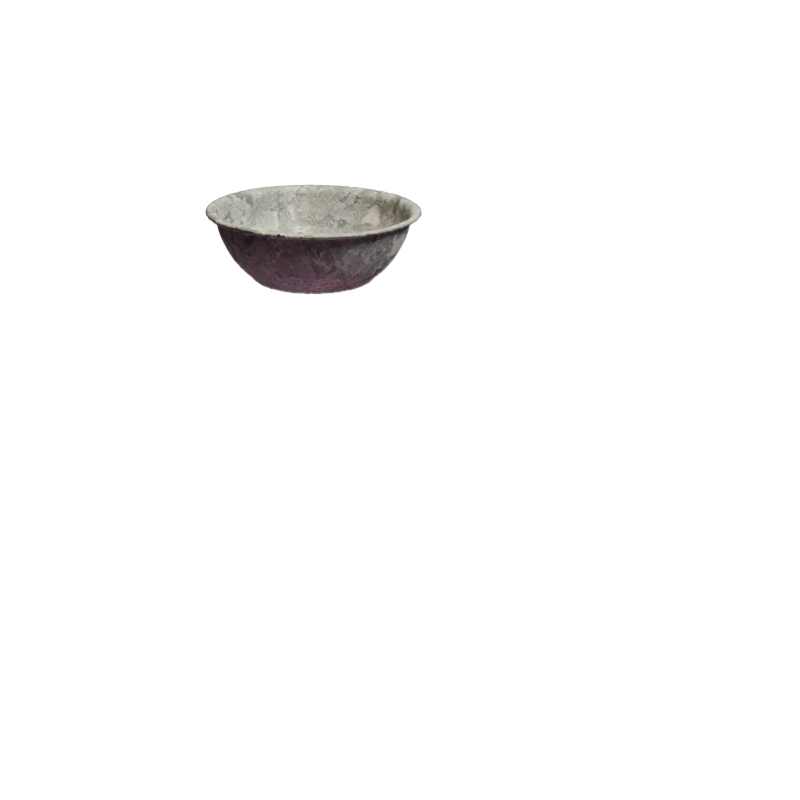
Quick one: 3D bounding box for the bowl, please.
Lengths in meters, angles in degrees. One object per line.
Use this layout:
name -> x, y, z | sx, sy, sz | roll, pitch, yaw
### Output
bowl -> -0.065, -0.119, 0.835 | 0.162, 0.053, 0.169 | -1, 22, -2
